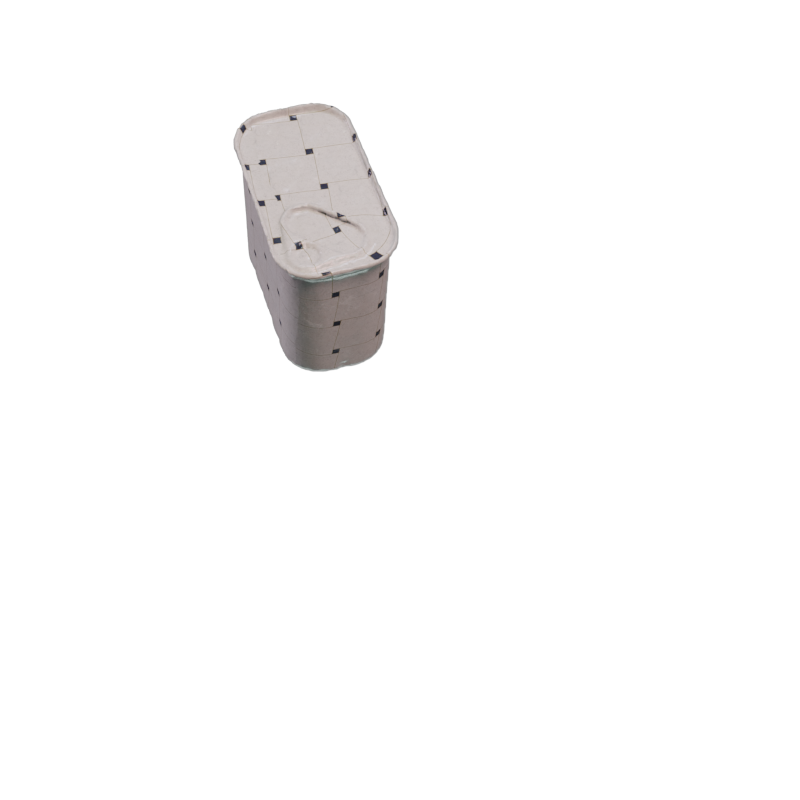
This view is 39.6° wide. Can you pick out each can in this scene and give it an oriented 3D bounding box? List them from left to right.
[{"bbox_3d":[-0.041,-0.076,0.530,0.057,0.110,0.078,-14,-34,-12],"label":"can"}]
